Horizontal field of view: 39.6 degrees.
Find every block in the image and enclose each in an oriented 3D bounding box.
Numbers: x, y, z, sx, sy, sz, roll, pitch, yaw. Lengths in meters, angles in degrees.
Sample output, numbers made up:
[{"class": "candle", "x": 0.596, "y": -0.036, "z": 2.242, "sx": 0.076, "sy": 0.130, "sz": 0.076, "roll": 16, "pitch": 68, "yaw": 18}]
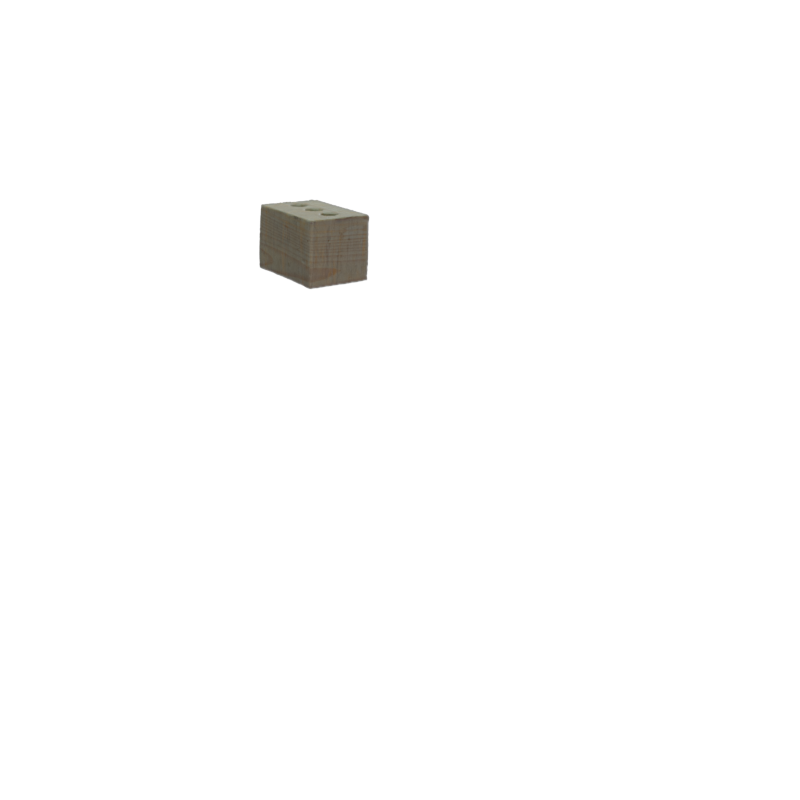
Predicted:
[{"class": "block", "x": -0.065, "y": -0.119, "z": 0.836, "sx": 0.051, "sy": 0.049, "sz": 0.083, "roll": -10, "pitch": 21, "yaw": -32}]
